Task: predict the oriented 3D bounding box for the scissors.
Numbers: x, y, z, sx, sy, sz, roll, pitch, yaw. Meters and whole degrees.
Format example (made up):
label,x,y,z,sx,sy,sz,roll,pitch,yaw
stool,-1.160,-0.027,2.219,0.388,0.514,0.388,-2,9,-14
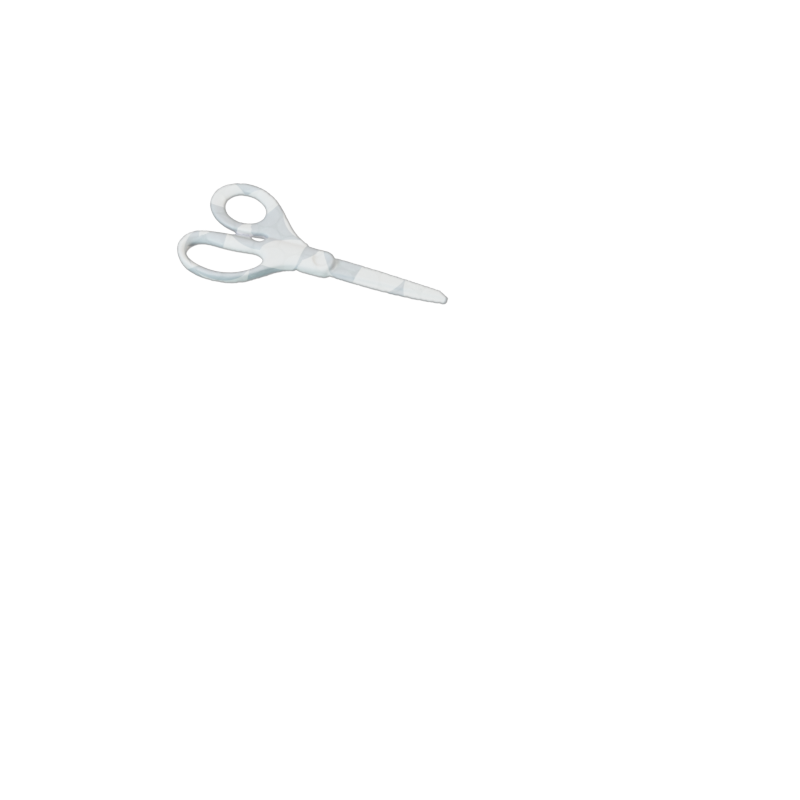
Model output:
label,x,y,z,sx,sy,sz,roll,pitch,yaw
scissors,-0.065,-0.119,0.835,0.202,0.102,0.015,3,-32,2
